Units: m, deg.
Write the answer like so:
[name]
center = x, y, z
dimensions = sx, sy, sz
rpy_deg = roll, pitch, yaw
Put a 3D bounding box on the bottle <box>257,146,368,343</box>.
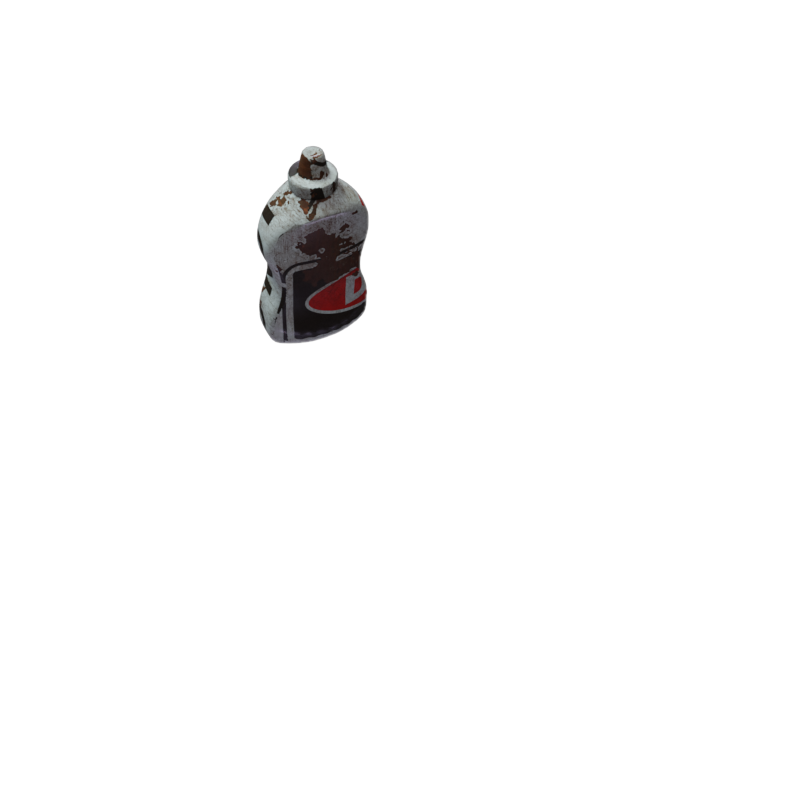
[bottle]
center = -0.074, -0.135, 0.944
dimensions = 0.095, 0.179, 0.063
rpy_deg = -17, 50, -18
